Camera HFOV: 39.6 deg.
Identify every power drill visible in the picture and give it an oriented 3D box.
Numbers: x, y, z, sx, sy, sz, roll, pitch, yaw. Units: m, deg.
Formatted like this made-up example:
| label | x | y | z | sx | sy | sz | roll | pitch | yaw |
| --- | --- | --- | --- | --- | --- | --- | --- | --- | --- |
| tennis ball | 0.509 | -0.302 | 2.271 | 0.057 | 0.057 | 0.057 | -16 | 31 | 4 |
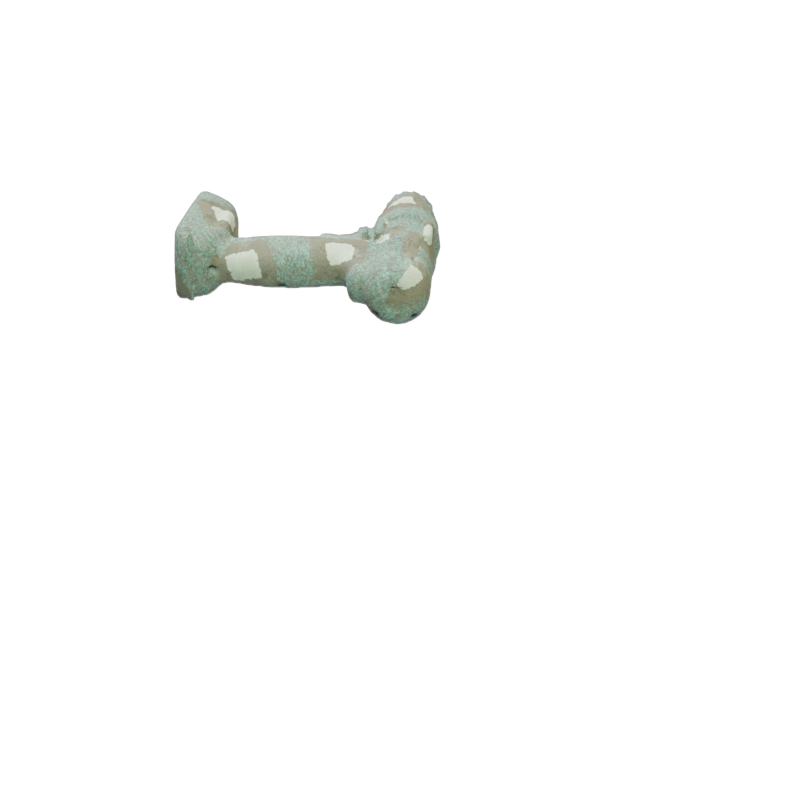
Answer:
| label | x | y | z | sx | sy | sz | roll | pitch | yaw |
| --- | --- | --- | --- | --- | --- | --- | --- | --- | --- |
| power drill | -0.065 | -0.118 | 0.825 | 0.189 | 0.054 | 0.193 | 2 | 26 | 5 |
